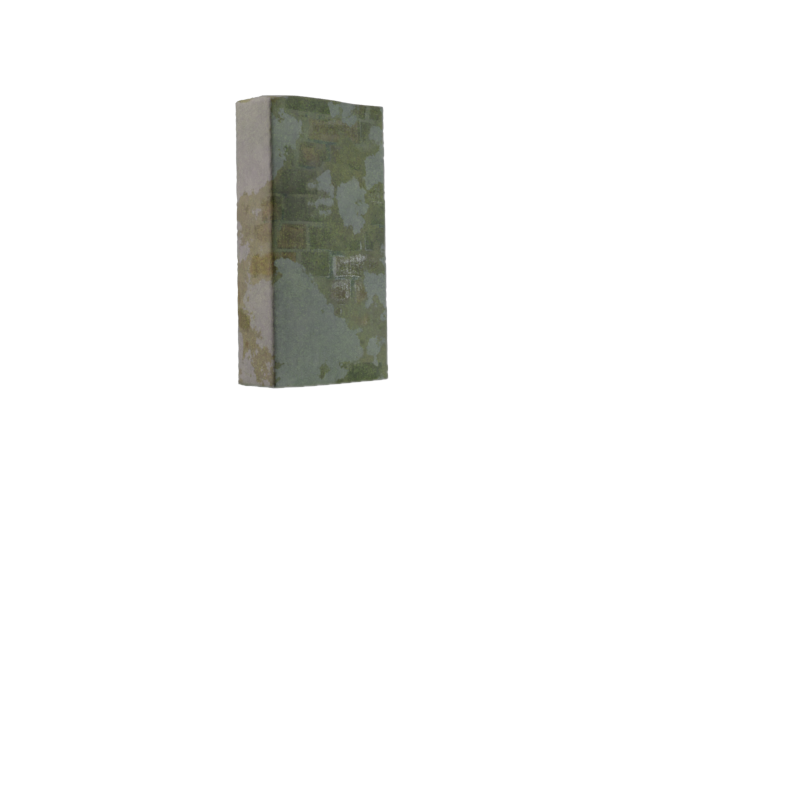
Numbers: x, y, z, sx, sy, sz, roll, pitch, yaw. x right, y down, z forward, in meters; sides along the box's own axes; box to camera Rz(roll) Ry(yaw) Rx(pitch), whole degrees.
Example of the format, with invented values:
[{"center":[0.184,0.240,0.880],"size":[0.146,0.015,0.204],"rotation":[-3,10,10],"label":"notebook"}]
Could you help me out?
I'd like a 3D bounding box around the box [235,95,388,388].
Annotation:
[{"center":[-0.054,-0.099,0.694],"size":[0.090,0.176,0.050],"rotation":[-1,1,-39],"label":"box"}]
